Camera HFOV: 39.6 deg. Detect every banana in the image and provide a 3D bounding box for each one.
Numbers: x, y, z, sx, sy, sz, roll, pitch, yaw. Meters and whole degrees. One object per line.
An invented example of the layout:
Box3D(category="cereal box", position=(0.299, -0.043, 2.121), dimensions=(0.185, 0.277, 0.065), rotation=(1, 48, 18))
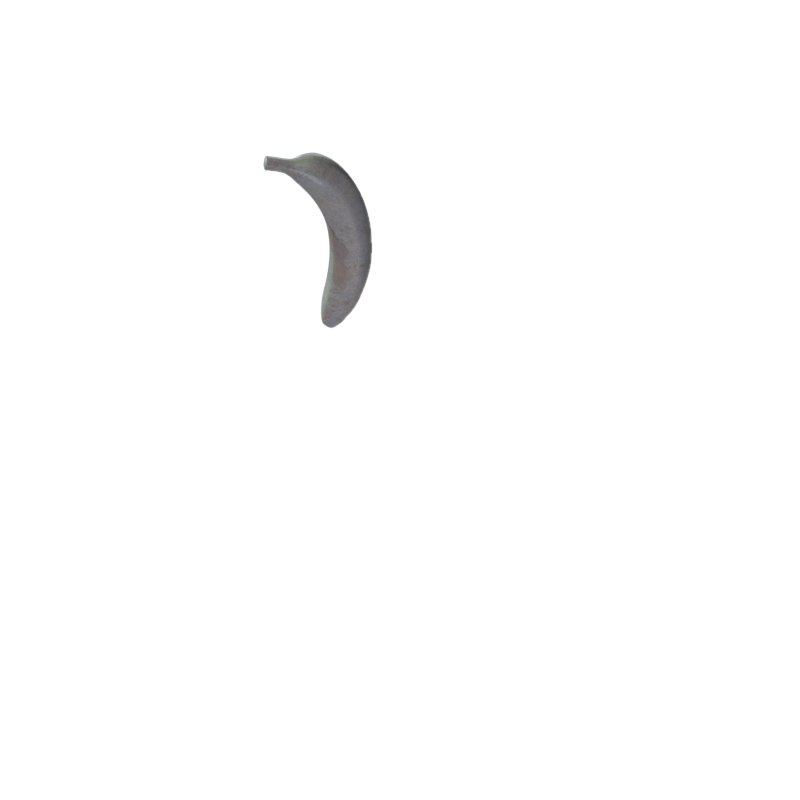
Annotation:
Box3D(category="banana", position=(-0.059, -0.144, 0.963), dimensions=(0.070, 0.183, 0.039), rotation=(-11, 40, 9))
